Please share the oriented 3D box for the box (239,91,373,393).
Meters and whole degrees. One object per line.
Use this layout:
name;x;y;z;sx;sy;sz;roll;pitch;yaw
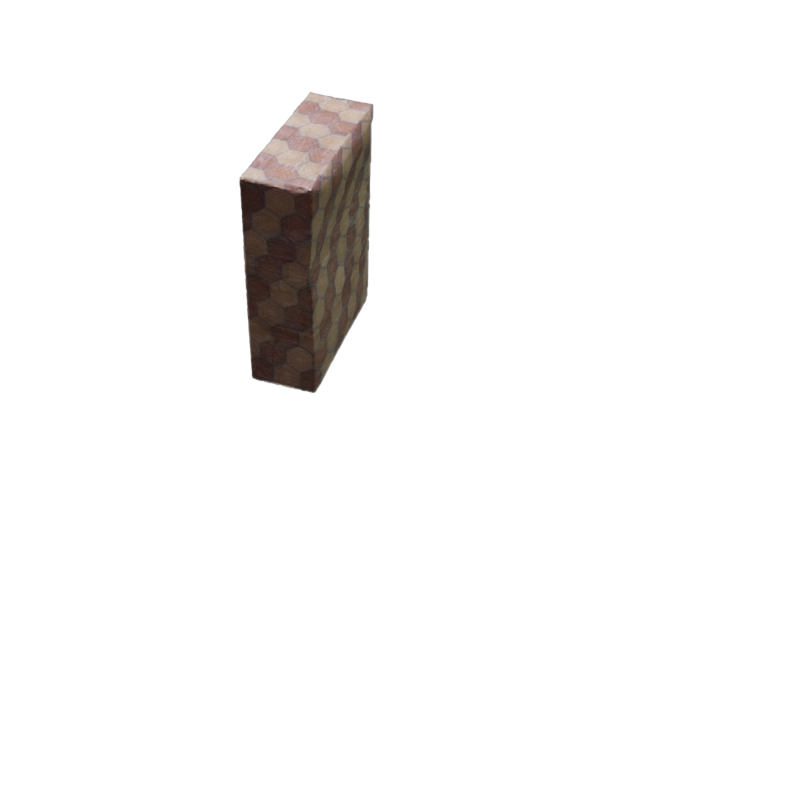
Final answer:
box;-0.078;-0.142;0.991;0.074;0.200;0.171;12;39;11
